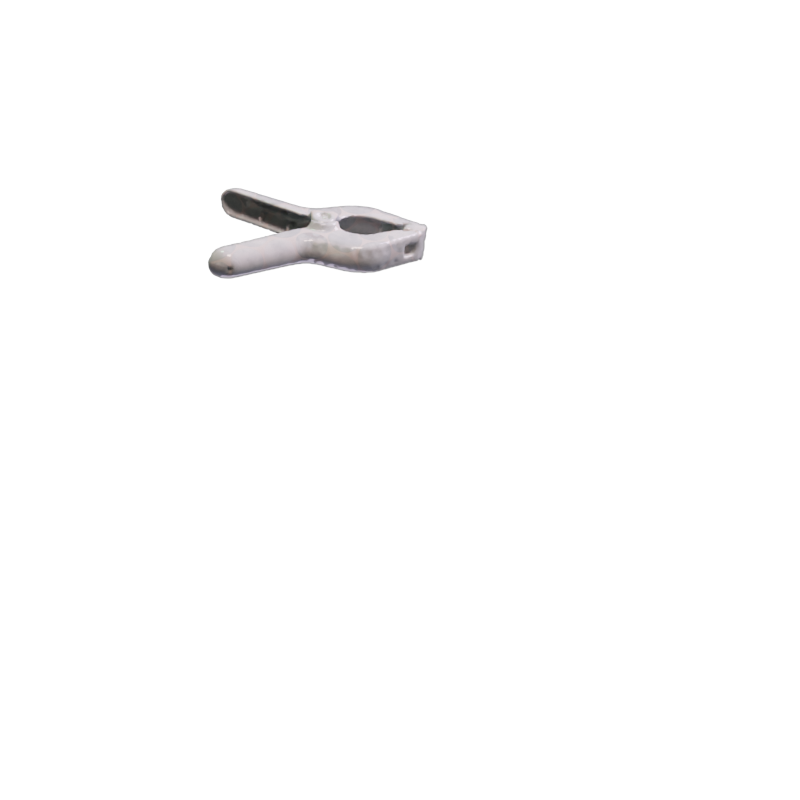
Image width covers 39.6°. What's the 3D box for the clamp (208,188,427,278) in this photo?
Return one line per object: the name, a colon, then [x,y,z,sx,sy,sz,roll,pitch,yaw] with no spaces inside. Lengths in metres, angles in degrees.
clamp: [-0.067,-0.123,0.859,0.173,0.037,0.127,6,39,7]
